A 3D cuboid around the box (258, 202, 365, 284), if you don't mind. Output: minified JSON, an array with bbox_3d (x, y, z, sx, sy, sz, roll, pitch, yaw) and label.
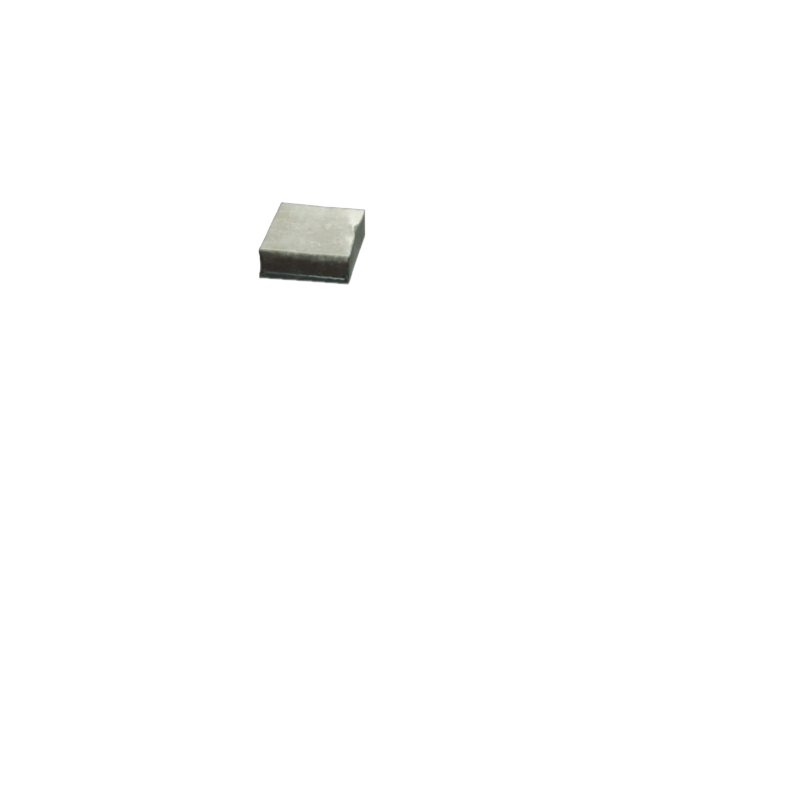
[{"bbox_3d":[-0.071,-0.129,0.901,0.074,0.028,0.094,5,33,7],"label":"box"}]
